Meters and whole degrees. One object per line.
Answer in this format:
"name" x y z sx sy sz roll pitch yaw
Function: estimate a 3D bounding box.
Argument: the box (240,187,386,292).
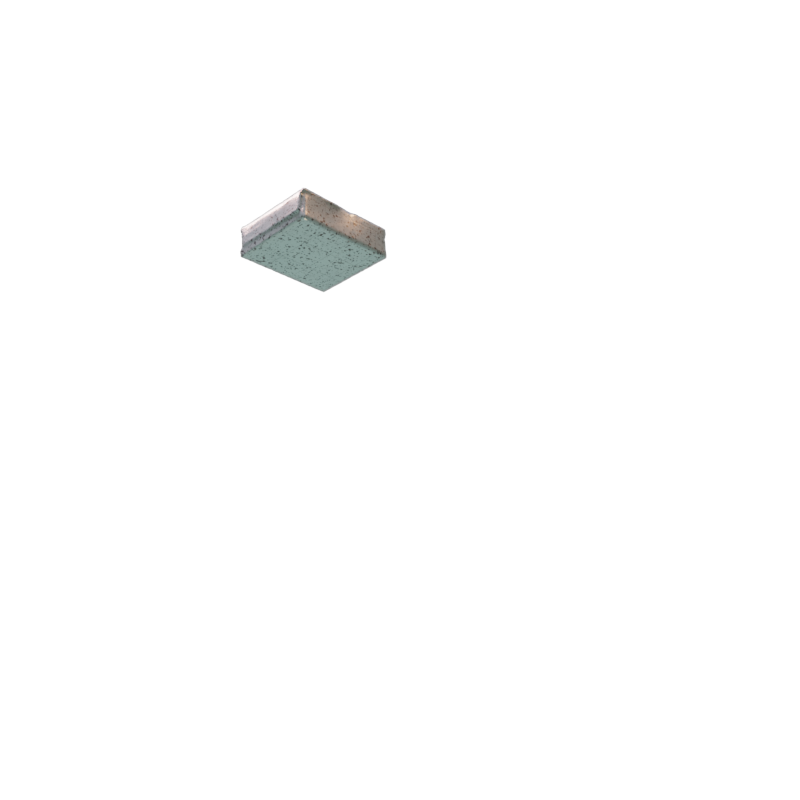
"box" -0.067 -0.122 0.852 0.084 0.032 0.073 23 -35 -38
